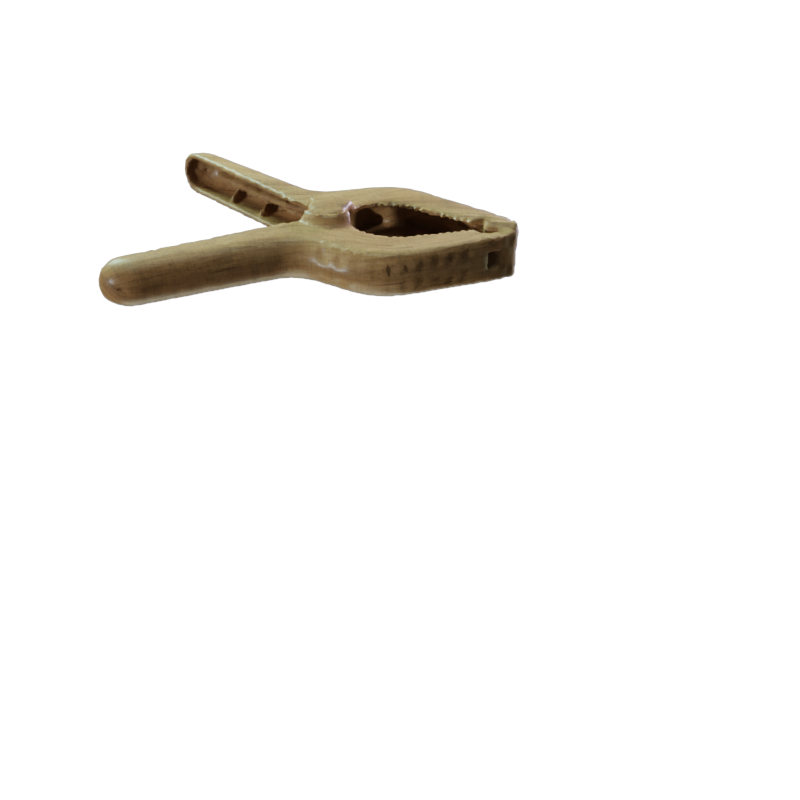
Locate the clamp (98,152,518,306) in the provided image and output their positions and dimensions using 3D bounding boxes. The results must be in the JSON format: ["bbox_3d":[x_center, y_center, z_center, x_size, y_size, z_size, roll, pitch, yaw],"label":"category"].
[{"bbox_3d":[-0.046,-0.084,0.590,0.215,0.034,0.171,9,34,13],"label":"clamp"}]
